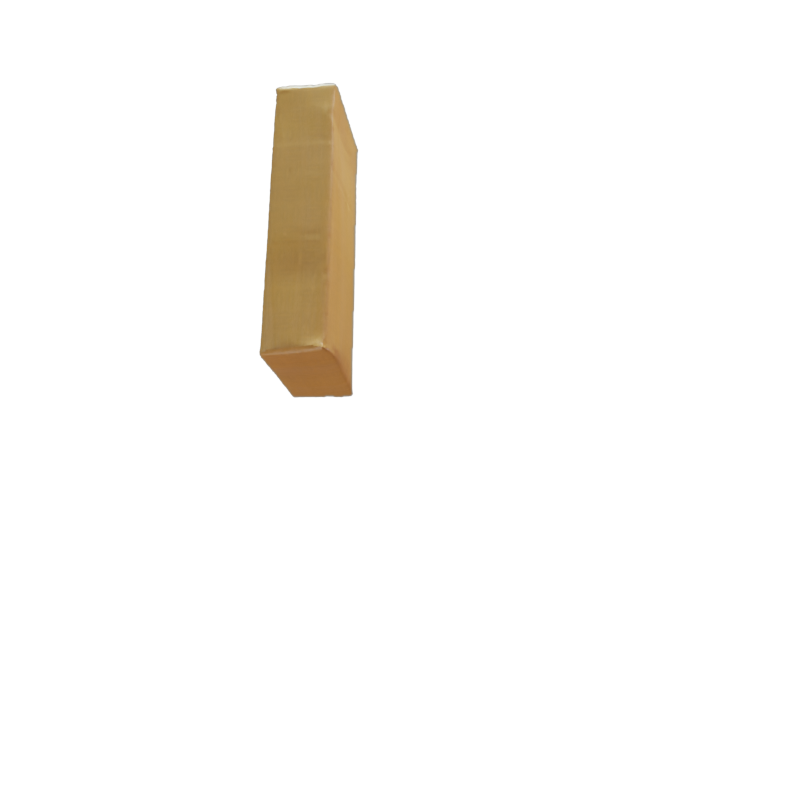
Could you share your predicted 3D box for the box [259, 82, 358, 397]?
[{"bbox_3d":[-0.055,-0.099,0.694,0.048,0.186,0.088,-5,-22,7],"label":"box"}]
